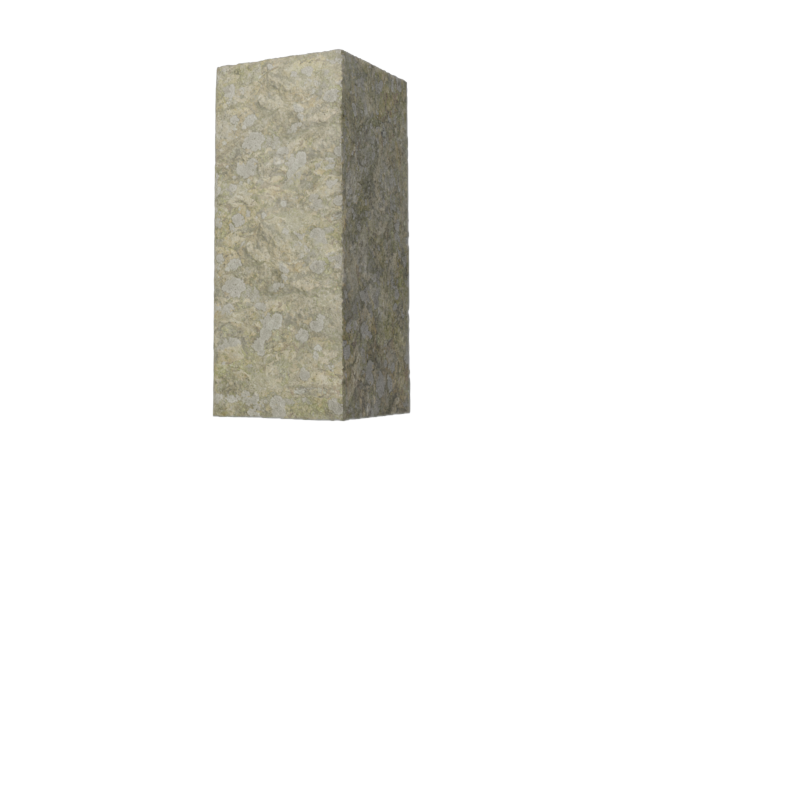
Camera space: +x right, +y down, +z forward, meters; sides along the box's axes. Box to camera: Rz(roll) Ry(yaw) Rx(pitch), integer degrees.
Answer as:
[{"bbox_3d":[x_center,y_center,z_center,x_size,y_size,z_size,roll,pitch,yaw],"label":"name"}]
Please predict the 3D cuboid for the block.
[{"bbox_3d":[-0.053,-0.095,0.667,0.093,0.209,0.087,-3,-5,27],"label":"block"}]
